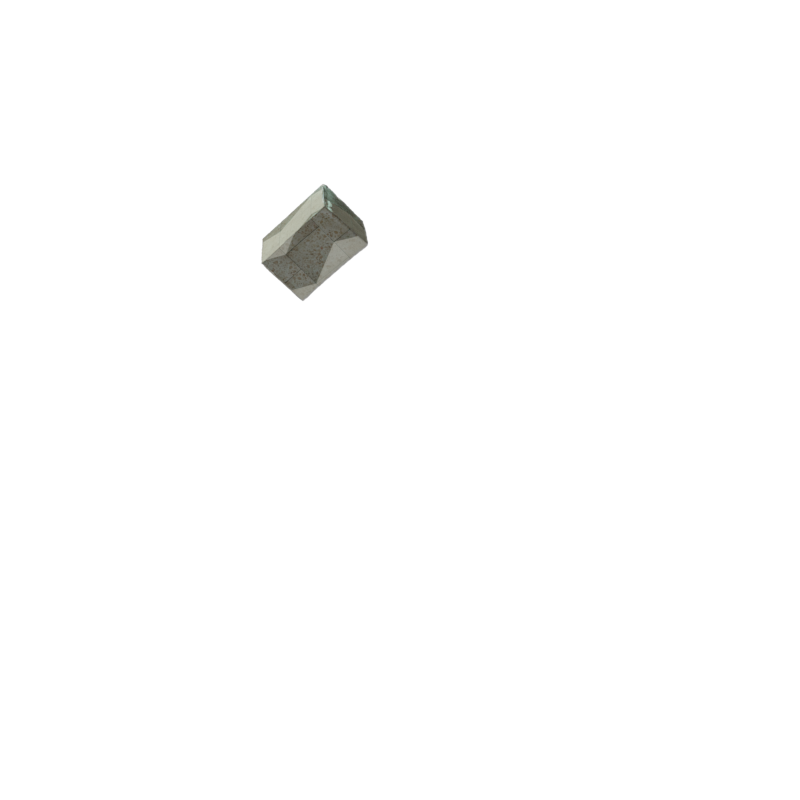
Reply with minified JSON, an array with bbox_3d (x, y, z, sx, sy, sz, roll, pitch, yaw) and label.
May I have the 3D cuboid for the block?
[{"bbox_3d":[-0.074,-0.135,0.944,0.077,0.050,0.054,-39,24,18],"label":"block"}]
